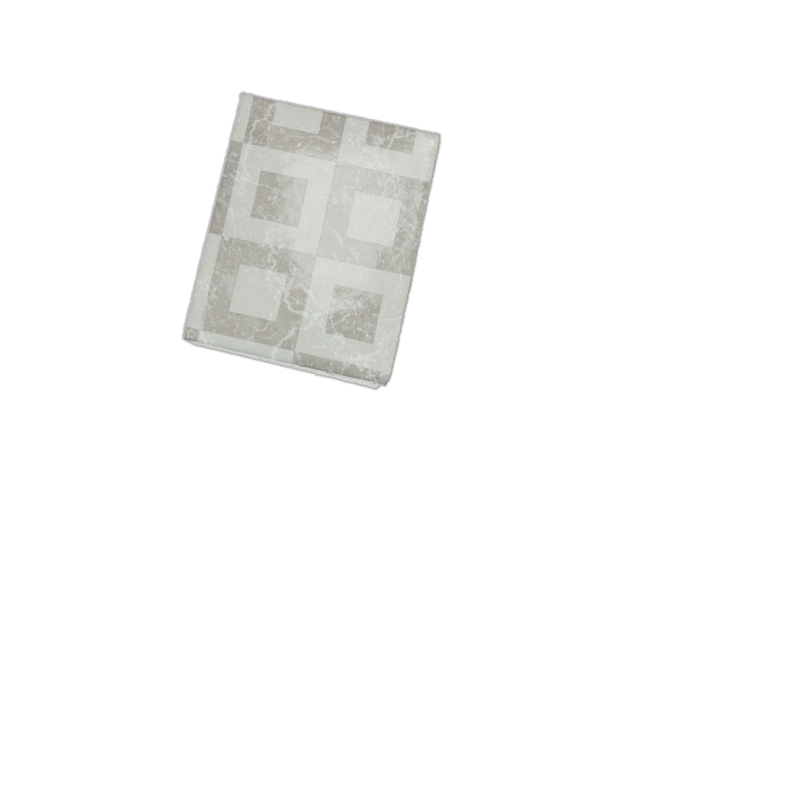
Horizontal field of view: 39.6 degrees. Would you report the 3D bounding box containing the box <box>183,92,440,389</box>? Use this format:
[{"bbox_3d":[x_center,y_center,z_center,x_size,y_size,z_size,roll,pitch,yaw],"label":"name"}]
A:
[{"bbox_3d":[-0.038,-0.070,0.488,0.090,0.116,0.038,12,-8,1],"label":"box"}]
